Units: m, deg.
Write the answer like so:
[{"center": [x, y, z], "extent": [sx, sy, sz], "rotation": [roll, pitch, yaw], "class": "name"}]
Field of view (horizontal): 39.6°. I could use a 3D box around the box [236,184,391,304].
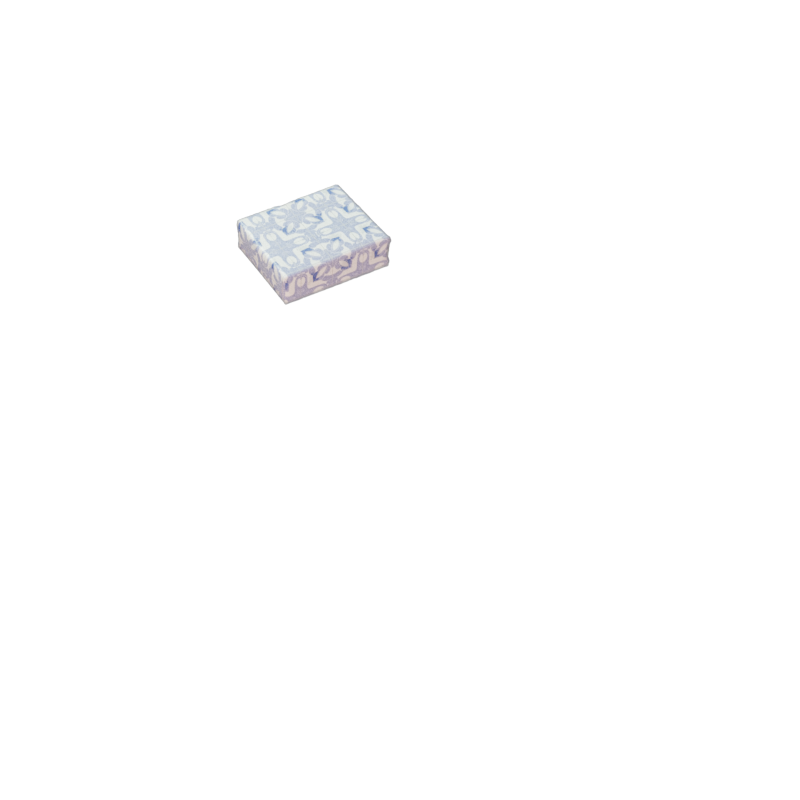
[{"center": [-0.063, -0.114, 0.801], "extent": [0.089, 0.028, 0.079], "rotation": [-23, 50, -22], "class": "box"}]
